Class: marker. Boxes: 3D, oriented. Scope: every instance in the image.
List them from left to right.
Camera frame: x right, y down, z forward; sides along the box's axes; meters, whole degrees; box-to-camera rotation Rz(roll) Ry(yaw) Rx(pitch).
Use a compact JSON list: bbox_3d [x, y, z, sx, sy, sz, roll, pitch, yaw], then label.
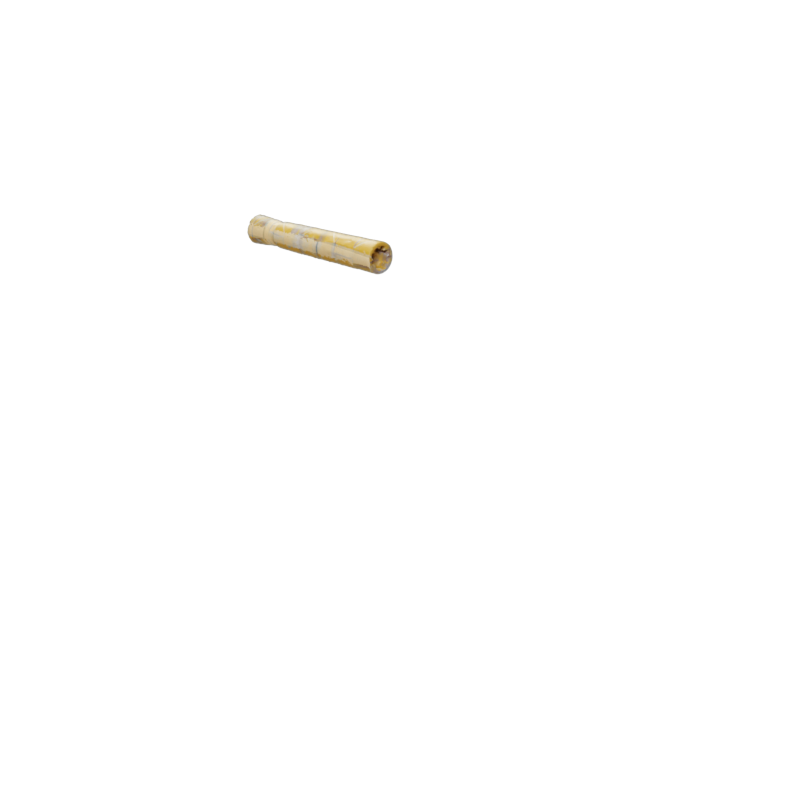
[{"bbox_3d":[-0.052,-0.095,0.666,0.019,0.019,0.128,-3,16,-41],"label":"marker"}]
